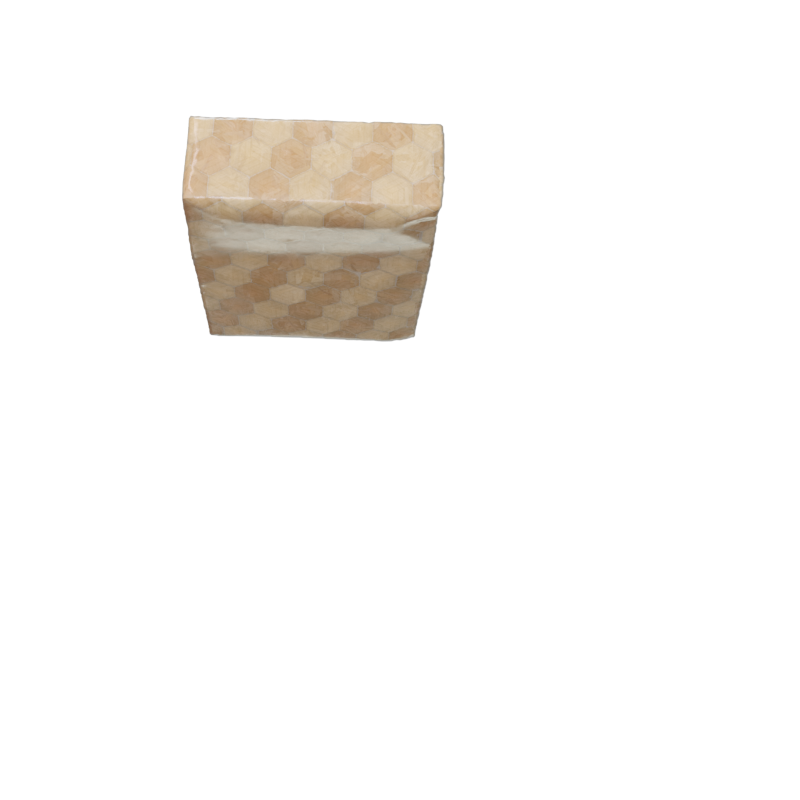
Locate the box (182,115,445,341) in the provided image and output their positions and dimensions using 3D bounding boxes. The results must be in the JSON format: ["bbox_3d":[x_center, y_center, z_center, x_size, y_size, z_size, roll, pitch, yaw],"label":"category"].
[{"bbox_3d":[-0.061,-0.112,0.781,0.164,0.076,0.203,2,-21,-2],"label":"box"}]
